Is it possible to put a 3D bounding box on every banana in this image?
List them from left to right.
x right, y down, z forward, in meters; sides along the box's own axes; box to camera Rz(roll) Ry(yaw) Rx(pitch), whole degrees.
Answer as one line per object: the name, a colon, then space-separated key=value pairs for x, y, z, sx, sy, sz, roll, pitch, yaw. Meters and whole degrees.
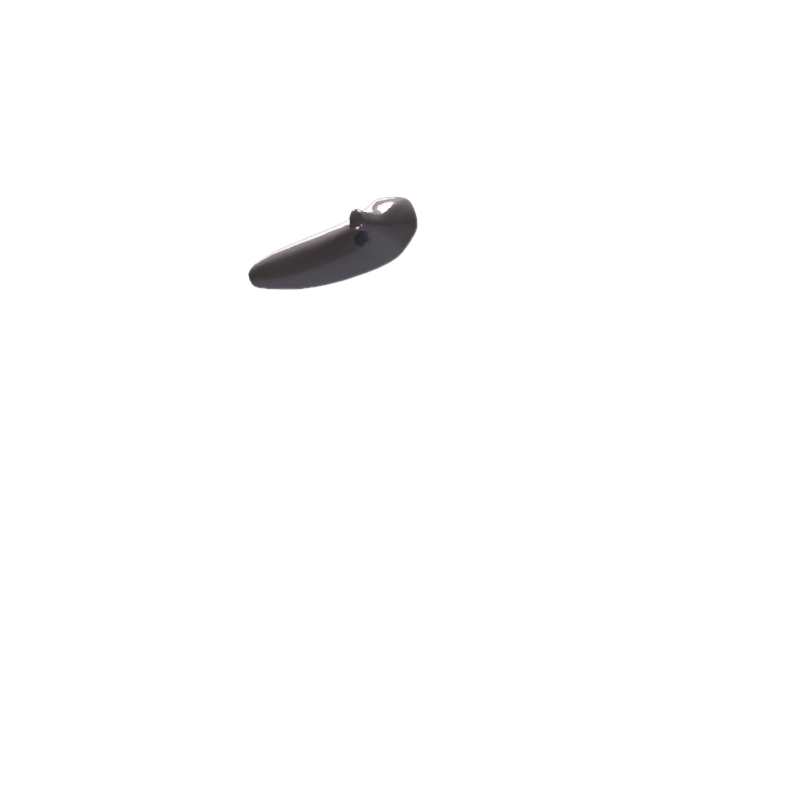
banana: x=-0.039 y=-0.104 z=0.735 sx=0.067 sy=0.038 sz=0.199 roll=4 pitch=-8 yaw=-25
